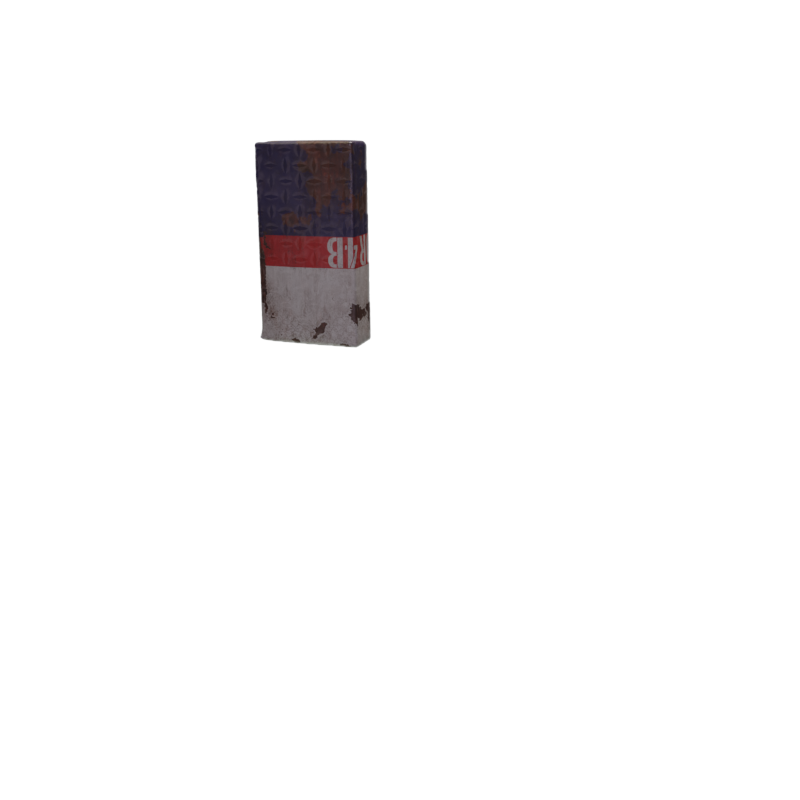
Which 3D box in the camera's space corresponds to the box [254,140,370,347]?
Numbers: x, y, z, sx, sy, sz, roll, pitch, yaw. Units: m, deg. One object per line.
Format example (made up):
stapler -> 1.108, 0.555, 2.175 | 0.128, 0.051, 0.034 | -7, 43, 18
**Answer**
box -> -0.075, -0.138, 0.967 | 0.096, 0.174, 0.047 | 3, 6, 21
